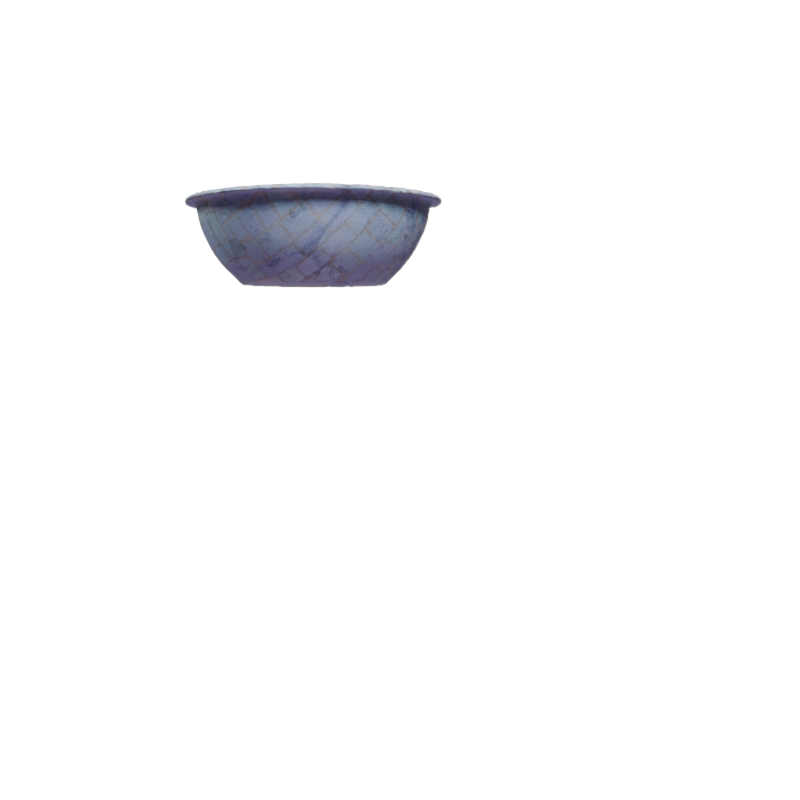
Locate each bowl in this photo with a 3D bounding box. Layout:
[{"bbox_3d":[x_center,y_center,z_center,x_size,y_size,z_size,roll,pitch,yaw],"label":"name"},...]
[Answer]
[{"bbox_3d":[-0.055,-0.100,0.700,0.162,0.055,0.162,0,3,-2],"label":"bowl"}]
